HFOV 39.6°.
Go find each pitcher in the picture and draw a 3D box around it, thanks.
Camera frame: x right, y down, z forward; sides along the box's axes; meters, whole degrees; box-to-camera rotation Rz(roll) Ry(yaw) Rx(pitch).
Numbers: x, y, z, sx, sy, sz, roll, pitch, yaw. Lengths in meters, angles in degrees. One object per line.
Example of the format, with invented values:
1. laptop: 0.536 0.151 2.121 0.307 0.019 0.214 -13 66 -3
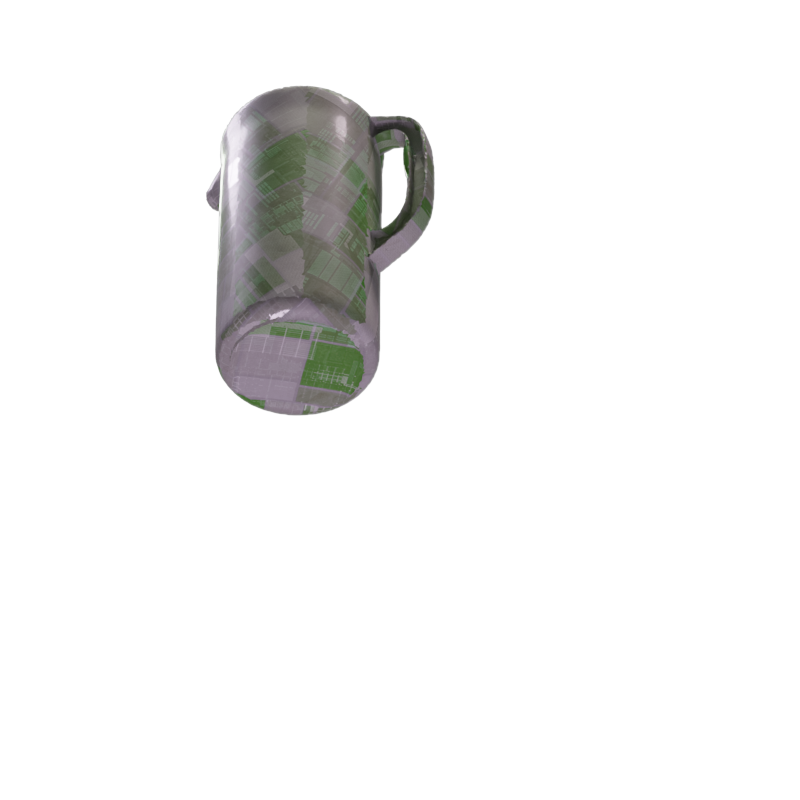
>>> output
1. pitcher: -0.063 -0.115 0.805 0.141 0.261 0.143 16 -49 -18
